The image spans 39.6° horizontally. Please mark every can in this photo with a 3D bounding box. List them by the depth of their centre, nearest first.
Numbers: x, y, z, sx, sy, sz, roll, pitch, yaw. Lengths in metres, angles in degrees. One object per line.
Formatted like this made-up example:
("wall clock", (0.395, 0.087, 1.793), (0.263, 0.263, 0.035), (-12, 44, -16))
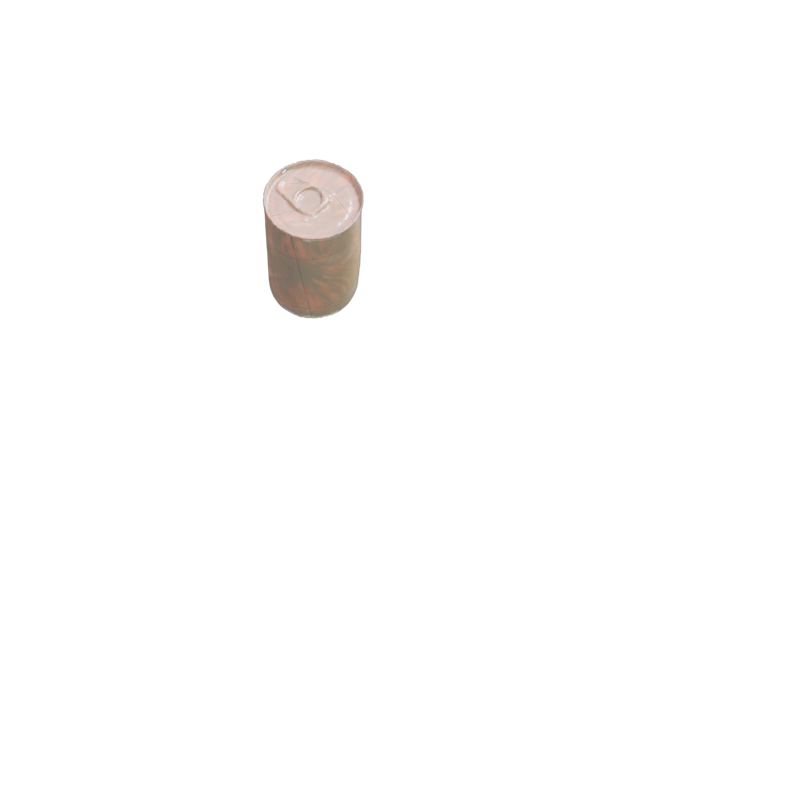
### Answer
("can", (-0.061, -0.112, 0.785), (0.068, 0.073, 0.096), (0, -31, -3))
